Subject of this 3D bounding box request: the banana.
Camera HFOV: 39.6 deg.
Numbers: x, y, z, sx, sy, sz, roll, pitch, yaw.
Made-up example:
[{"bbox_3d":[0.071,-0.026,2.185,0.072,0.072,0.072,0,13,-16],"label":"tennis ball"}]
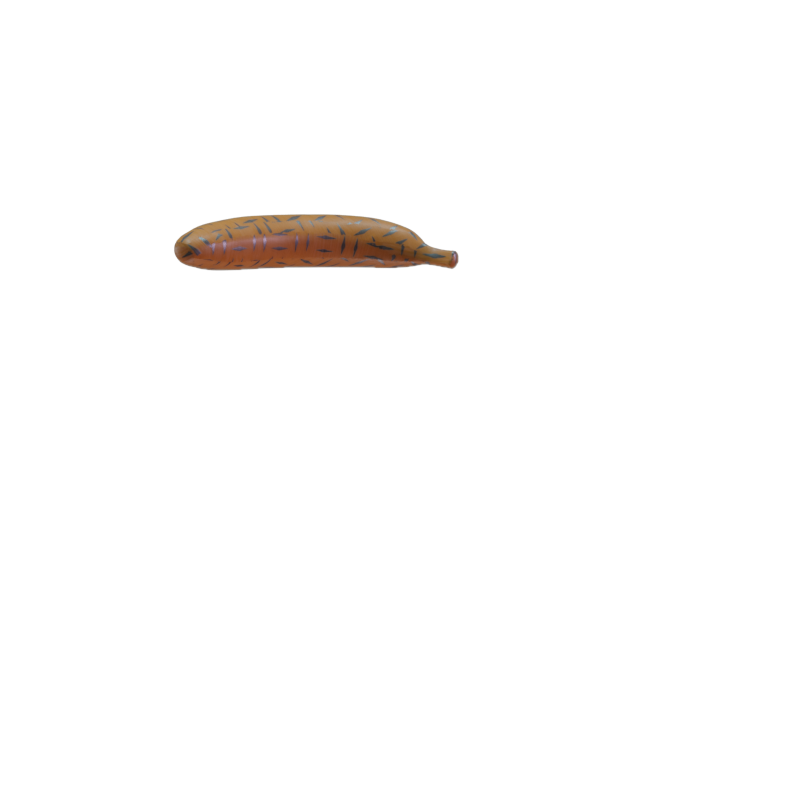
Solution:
[{"bbox_3d":[-0.061,-0.104,0.730,0.192,0.036,0.072,-4,8,-26],"label":"banana"}]
